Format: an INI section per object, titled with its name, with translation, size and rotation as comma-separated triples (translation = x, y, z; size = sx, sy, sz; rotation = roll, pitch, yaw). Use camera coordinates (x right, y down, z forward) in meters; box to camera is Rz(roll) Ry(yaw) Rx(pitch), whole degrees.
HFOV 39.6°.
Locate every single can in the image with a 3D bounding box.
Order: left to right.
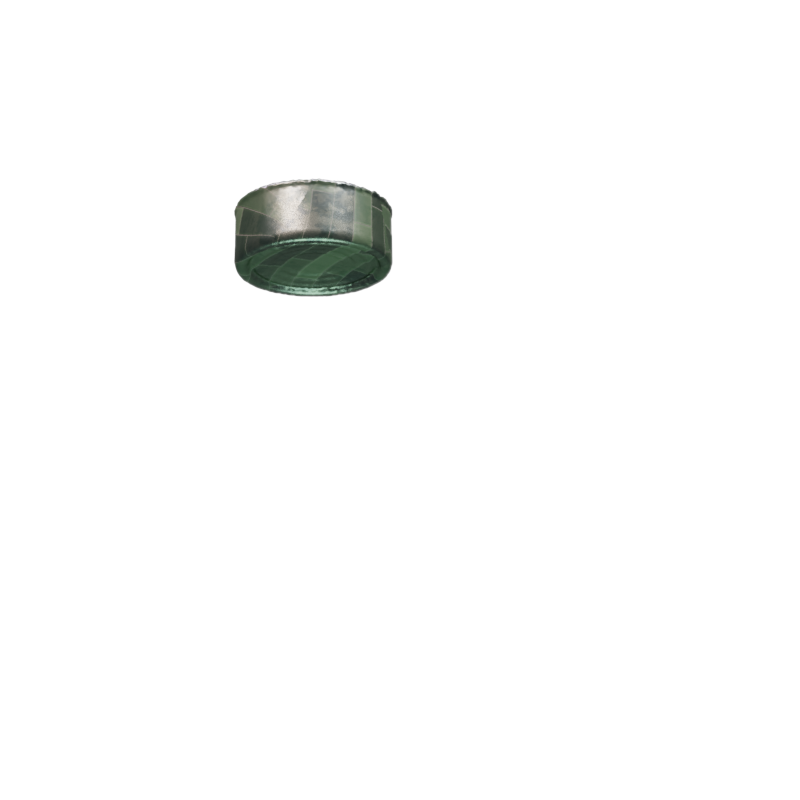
[can]
translation = -0.047, -0.085, 0.596
size = 0.086, 0.035, 0.082
rotation = 0, -17, -2
